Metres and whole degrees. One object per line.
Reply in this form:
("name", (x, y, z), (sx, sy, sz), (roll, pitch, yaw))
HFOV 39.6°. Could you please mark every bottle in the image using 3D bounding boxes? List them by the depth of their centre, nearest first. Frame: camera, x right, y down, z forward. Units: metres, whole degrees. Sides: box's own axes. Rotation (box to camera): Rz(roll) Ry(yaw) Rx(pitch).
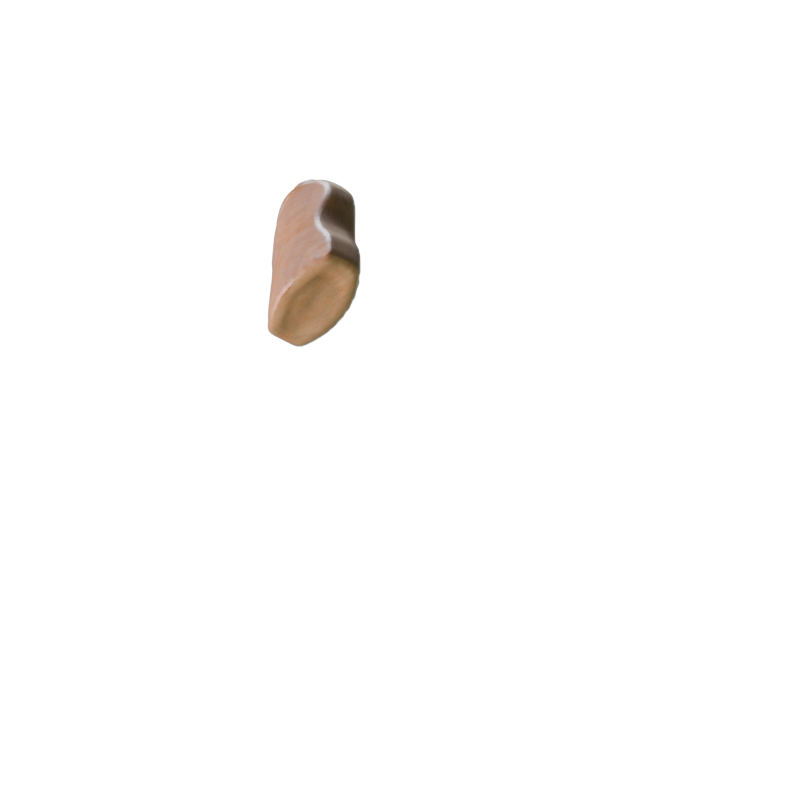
("bottle", (-0.076, -0.139, 0.970), (0.056, 0.093, 0.205), (26, 31, -22))
